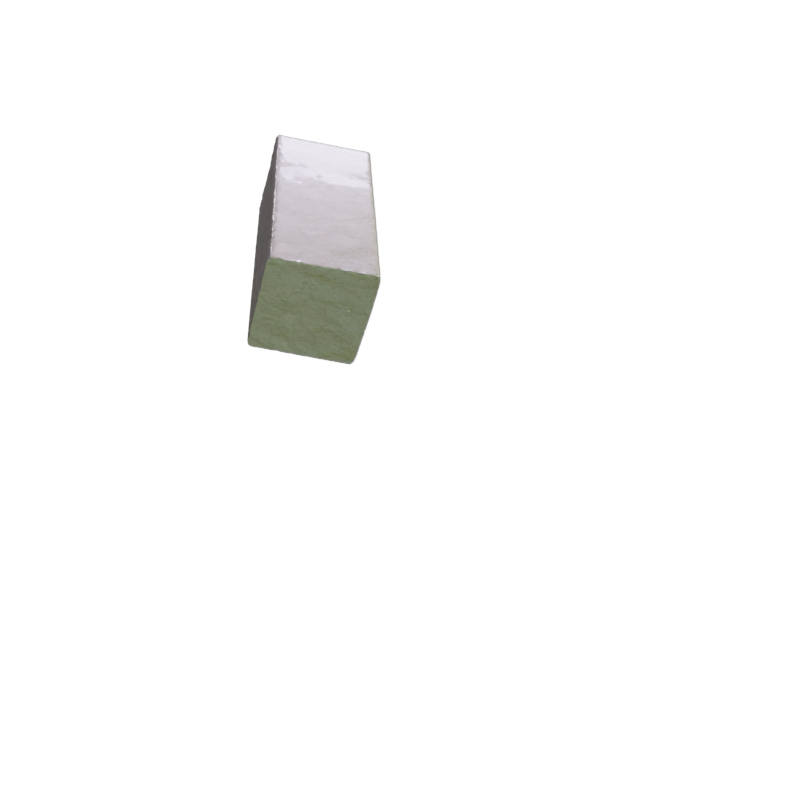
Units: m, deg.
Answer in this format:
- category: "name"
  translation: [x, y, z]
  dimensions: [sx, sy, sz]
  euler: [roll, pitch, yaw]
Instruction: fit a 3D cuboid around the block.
- category: "block"
  translation: [-0.074, -0.135, 0.949]
  dimensions: [0.089, 0.085, 0.221]
  euler: [10, 36, -11]
